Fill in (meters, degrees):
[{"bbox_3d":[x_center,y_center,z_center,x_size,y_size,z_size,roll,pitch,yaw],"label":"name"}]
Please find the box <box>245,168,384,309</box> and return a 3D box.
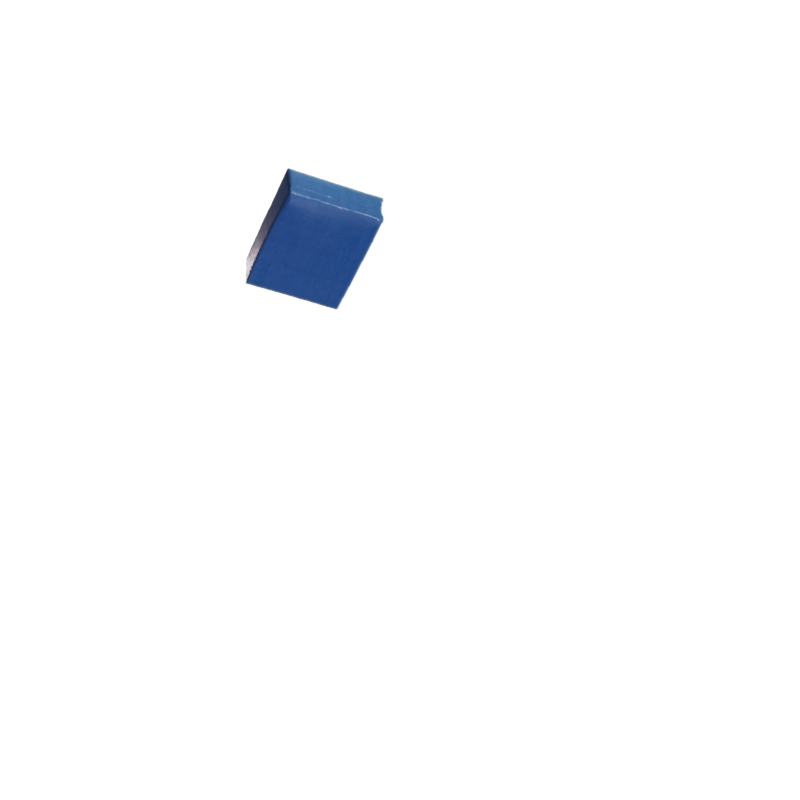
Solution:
[{"bbox_3d":[-0.076,-0.139,0.970,0.087,0.042,0.109,17,-48,-17],"label":"box"}]
